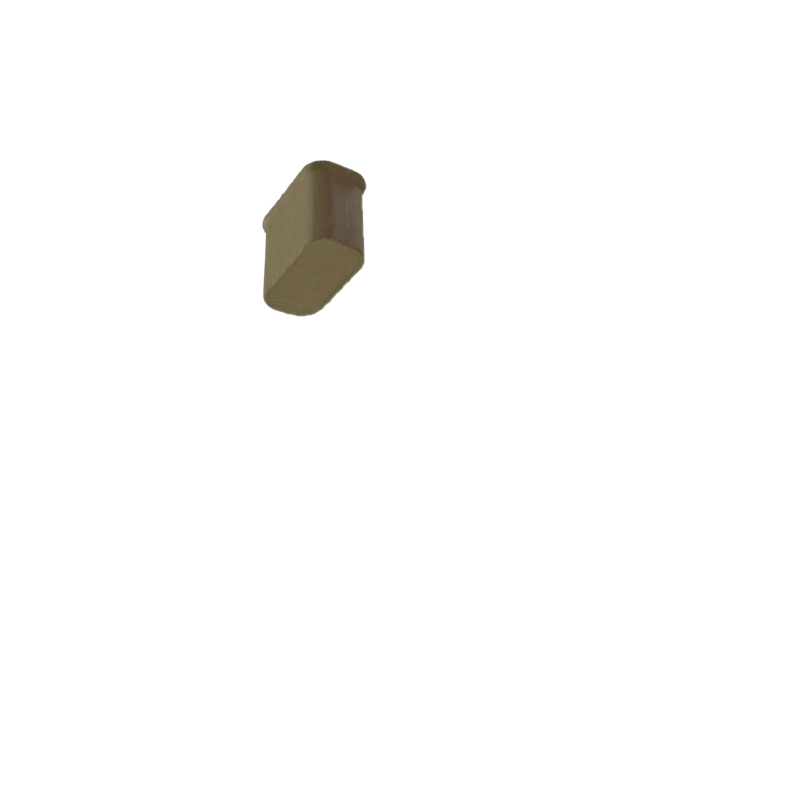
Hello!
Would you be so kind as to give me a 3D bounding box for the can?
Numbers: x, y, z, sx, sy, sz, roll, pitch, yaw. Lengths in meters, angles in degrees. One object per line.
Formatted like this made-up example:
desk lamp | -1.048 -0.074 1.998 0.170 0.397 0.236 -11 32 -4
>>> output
can | -0.070 -0.128 0.893 0.055 0.090 0.099 20 -43 -27
